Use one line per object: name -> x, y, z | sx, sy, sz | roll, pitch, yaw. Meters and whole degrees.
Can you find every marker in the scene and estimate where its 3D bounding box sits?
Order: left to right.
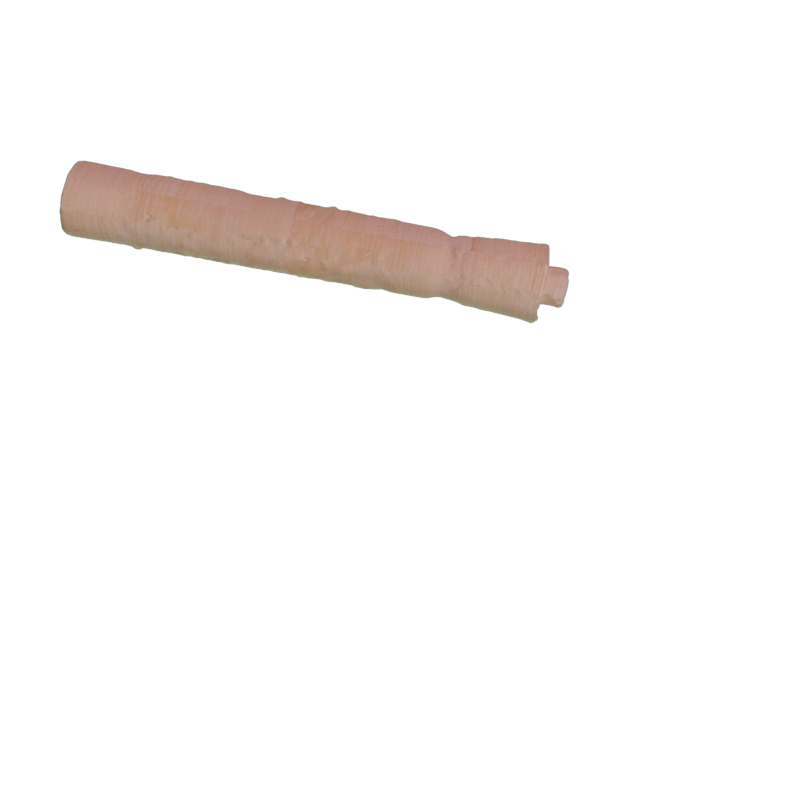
marker -> -0.021, -0.038, 0.266 | 0.122, 0.020, 0.020 | 11, 5, 6
